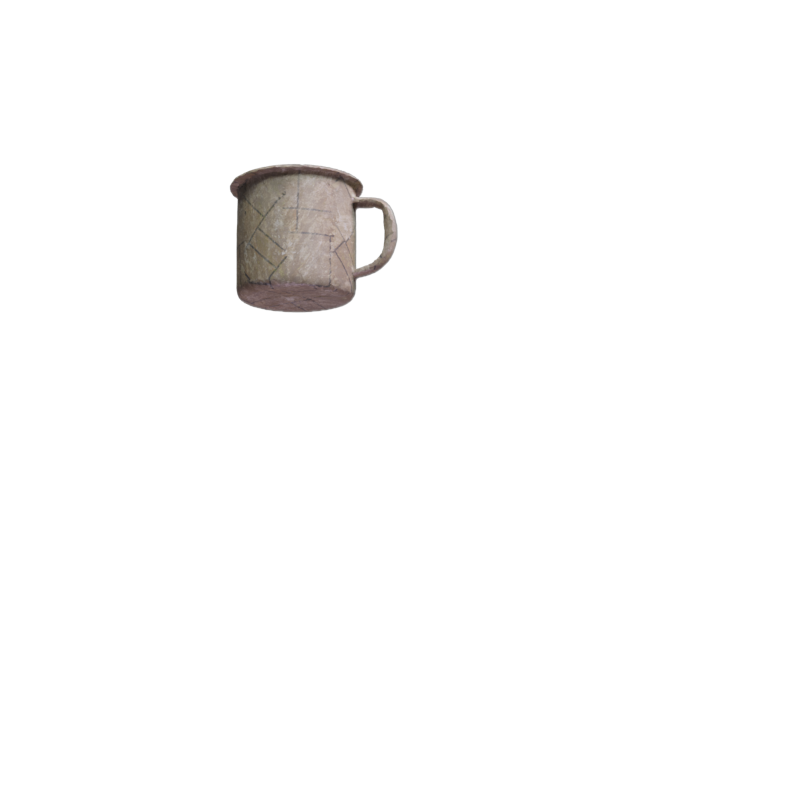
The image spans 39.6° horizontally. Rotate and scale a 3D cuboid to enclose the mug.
[{"bbox_3d":[-0.059,-0.108,0.757,0.119,0.084,0.089,-3,-13,11],"label":"mug"}]
